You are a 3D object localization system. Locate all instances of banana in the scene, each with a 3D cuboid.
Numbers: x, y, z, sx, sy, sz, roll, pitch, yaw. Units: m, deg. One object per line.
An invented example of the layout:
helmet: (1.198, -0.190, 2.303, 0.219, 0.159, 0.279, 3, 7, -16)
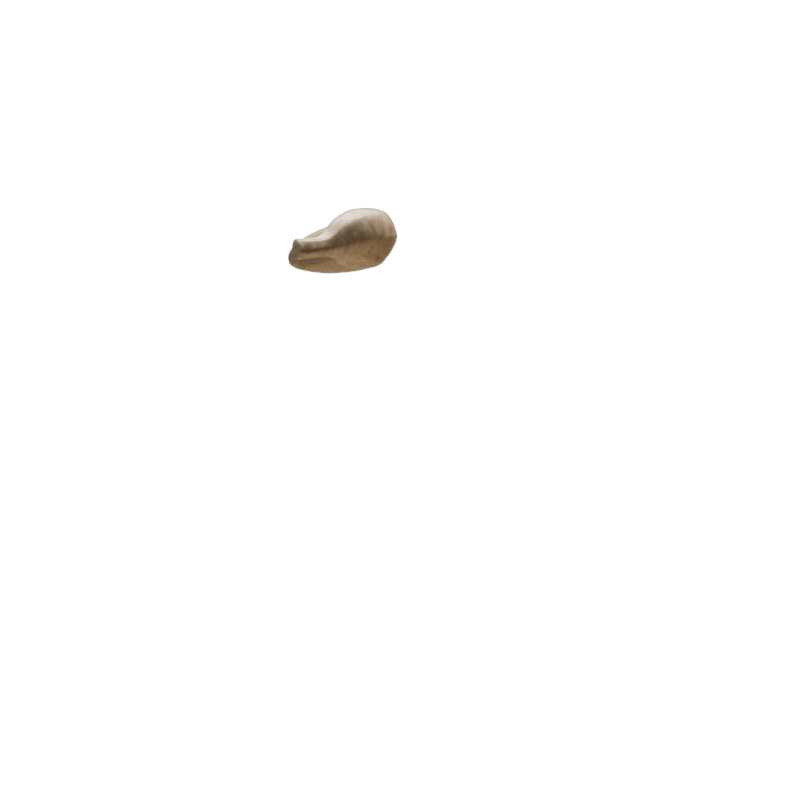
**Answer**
banana: (-0.039, -0.106, 0.739, 0.069, 0.037, 0.198, 0, 3, -6)
